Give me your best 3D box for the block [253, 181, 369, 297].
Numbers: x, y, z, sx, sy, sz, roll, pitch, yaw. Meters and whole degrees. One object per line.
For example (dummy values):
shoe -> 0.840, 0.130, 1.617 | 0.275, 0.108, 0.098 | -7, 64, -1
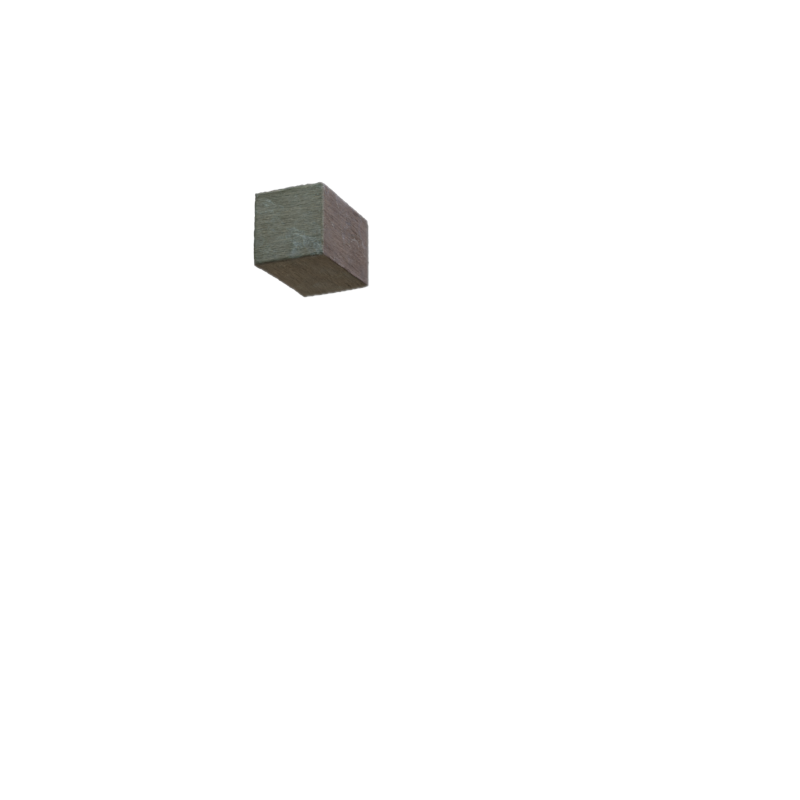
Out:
block -> -0.059, -0.107, 0.752 | 0.054, 0.053, 0.073 | -7, -17, 21
